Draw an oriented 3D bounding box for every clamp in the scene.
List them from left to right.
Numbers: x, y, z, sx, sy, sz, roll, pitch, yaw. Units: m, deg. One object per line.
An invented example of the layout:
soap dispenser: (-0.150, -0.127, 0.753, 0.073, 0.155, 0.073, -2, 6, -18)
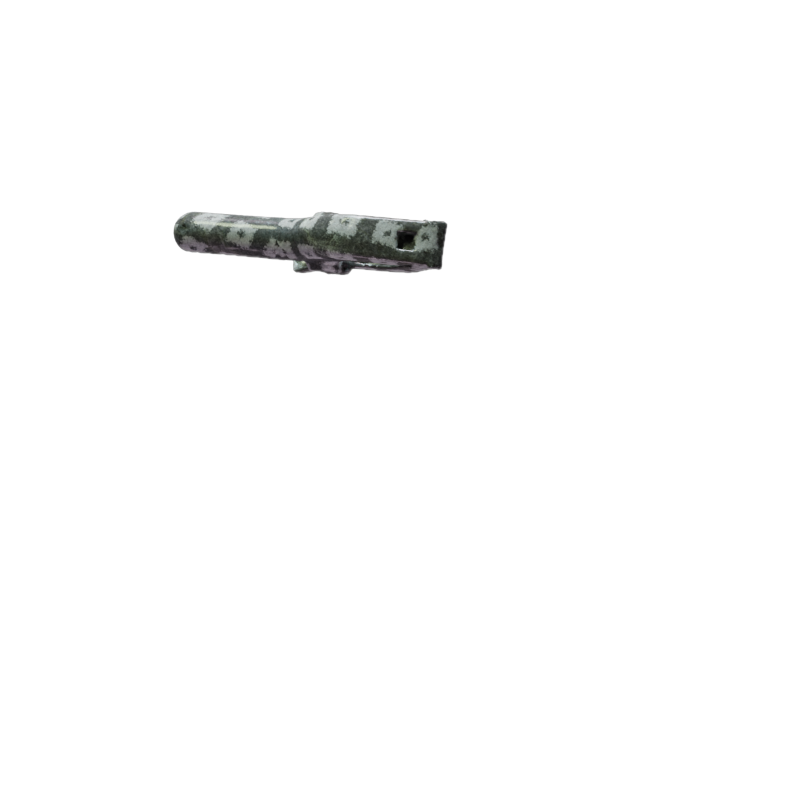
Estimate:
clamp: (-0.052, -0.095, 0.666, 0.115, 0.039, 0.178, -2, 4, -41)
